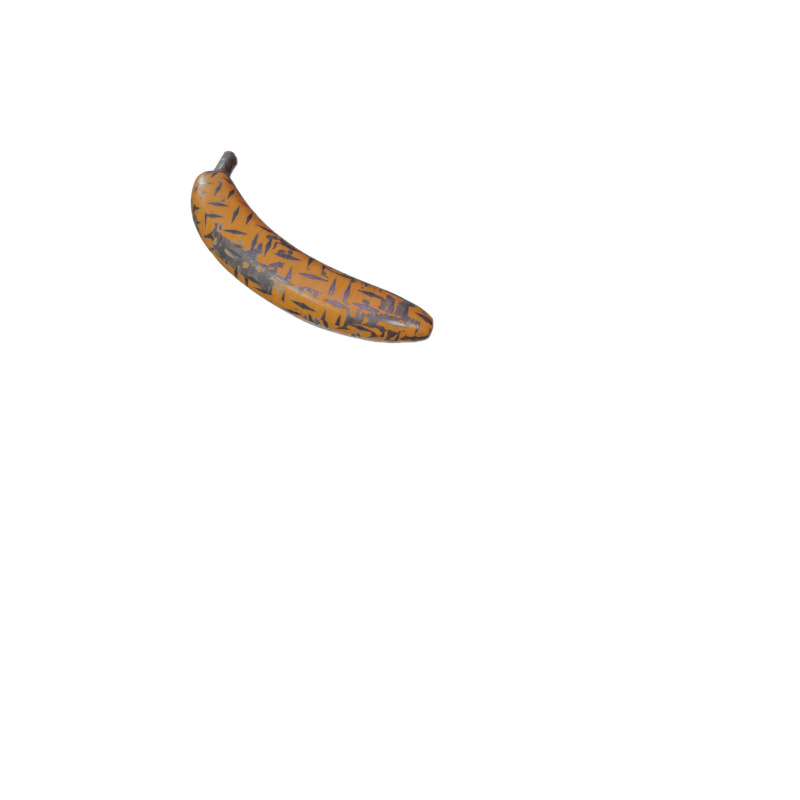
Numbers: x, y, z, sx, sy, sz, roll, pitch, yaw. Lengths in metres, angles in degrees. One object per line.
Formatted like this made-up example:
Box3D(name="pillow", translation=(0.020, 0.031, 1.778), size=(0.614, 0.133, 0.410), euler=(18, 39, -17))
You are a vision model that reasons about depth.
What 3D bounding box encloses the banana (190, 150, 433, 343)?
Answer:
Box3D(name="banana", translation=(-0.070, -0.090, 0.680), size=(0.070, 0.210, 0.034), euler=(-36, -28, -23))
